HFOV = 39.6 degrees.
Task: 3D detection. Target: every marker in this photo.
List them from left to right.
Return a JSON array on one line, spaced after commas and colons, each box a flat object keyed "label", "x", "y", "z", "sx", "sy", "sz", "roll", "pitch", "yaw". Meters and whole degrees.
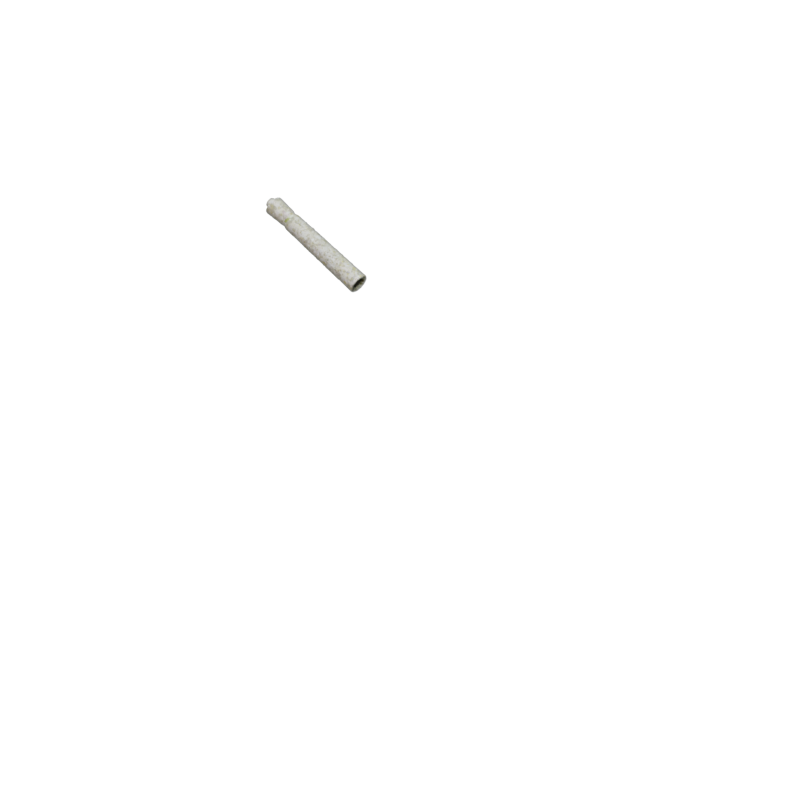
[{"label": "marker", "x": -0.077, "y": -0.141, "z": 0.987, "sx": 0.128, "sy": 0.019, "sz": 0.019, "roll": 44, "pitch": 24, "yaw": 25}]
